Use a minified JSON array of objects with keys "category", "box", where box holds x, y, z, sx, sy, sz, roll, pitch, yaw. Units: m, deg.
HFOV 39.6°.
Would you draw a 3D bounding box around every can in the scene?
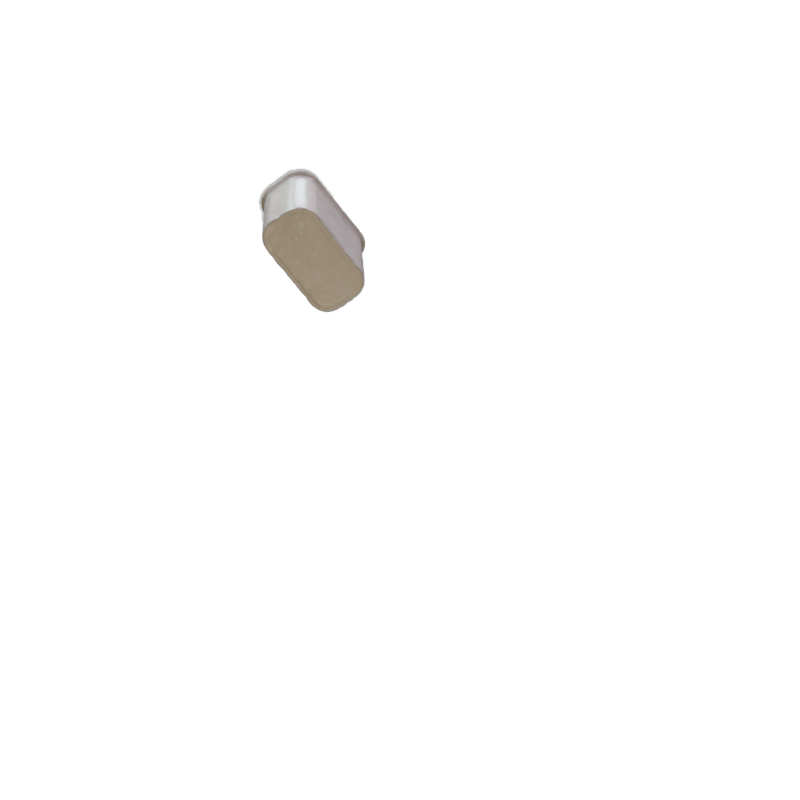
[{"category":"can","box":[-0.074,-0.135,0.941,0.057,0.097,0.089,-34,23,14]}]
